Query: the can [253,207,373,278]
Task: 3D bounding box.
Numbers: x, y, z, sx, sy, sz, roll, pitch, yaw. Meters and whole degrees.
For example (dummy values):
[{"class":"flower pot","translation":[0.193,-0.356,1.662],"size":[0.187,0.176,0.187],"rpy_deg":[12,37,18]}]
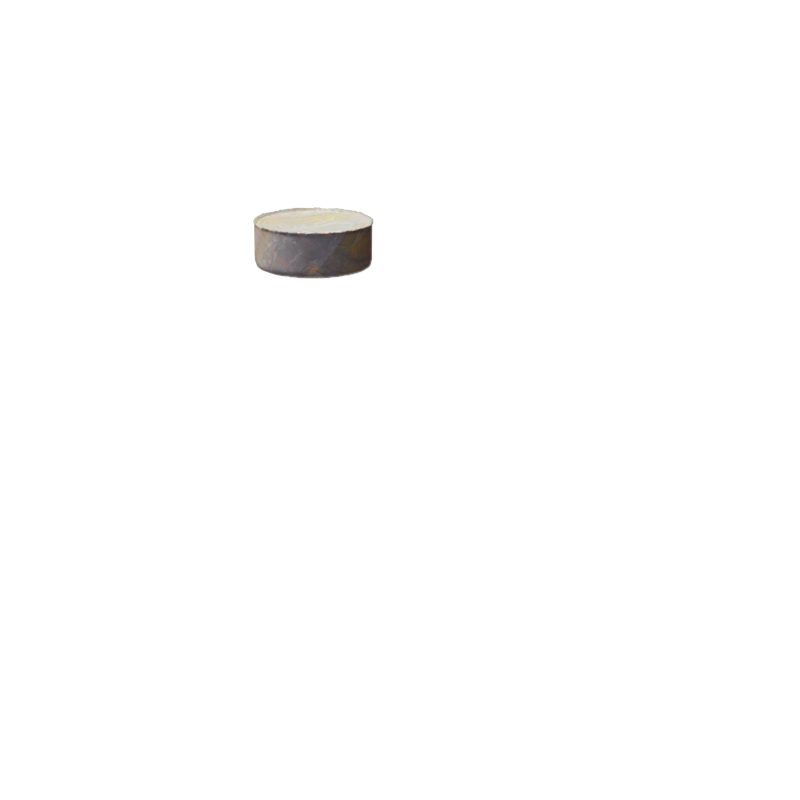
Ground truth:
[{"class":"can","translation":[-0.062,-0.114,0.796],"size":[0.086,0.032,0.089],"rpy_deg":[-1,20,-2]}]
